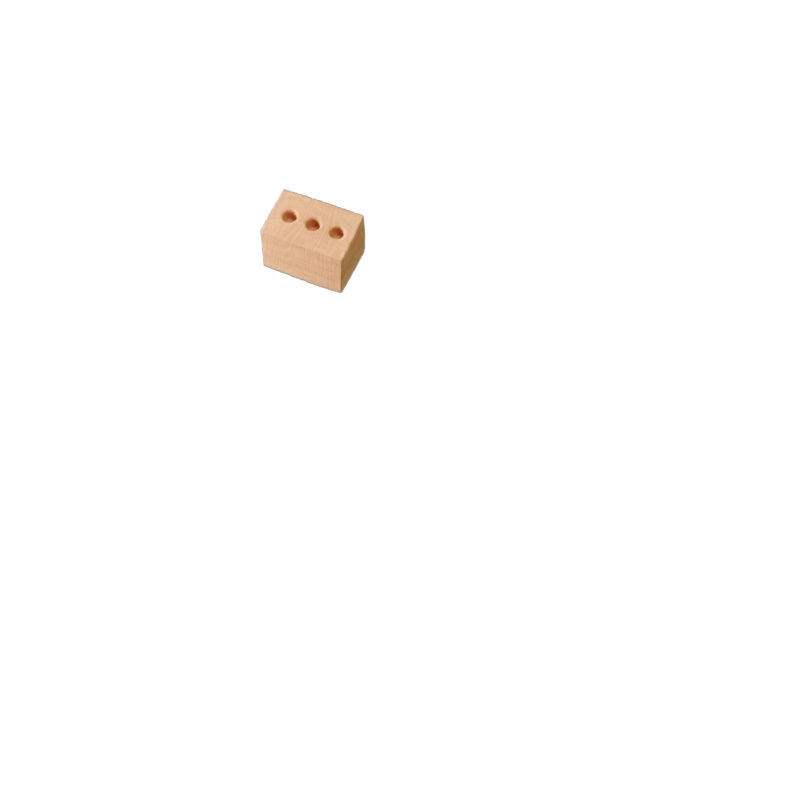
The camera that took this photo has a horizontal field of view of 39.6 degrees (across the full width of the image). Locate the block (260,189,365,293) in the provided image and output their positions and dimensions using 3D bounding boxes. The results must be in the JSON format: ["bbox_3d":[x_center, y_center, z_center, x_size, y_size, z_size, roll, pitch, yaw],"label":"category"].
[{"bbox_3d":[-0.075,-0.137,0.956,0.080,0.055,0.048,19,-32,11],"label":"block"}]
